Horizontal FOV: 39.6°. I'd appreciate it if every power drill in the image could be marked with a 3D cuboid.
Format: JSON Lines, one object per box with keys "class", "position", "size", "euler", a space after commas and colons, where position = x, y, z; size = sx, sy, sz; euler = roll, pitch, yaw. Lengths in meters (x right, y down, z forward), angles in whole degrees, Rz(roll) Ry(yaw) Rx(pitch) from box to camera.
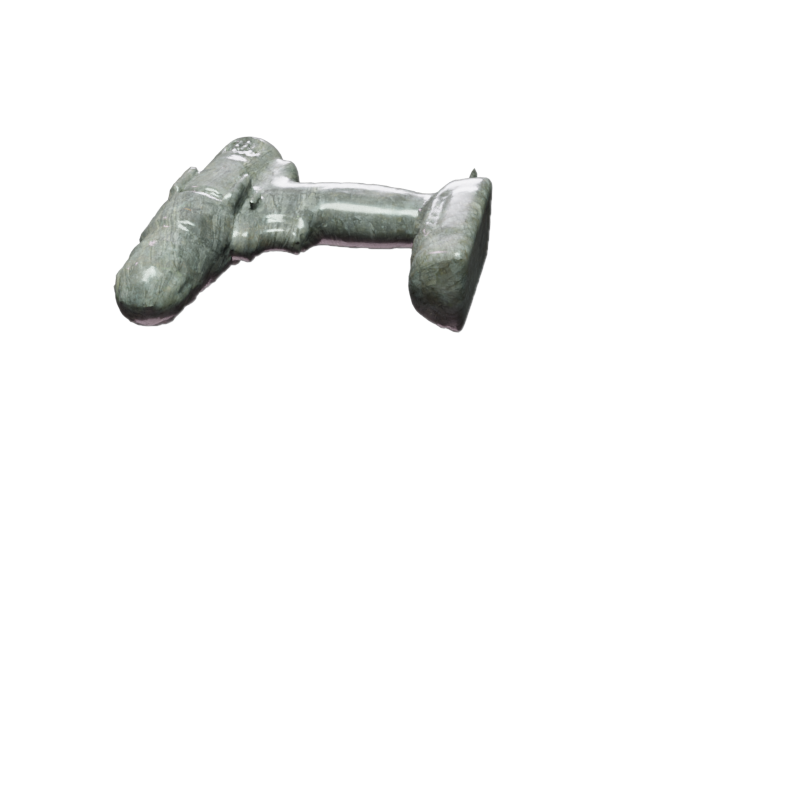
{"class": "power drill", "position": [-0.049, -0.090, 0.630], "size": [0.192, 0.054, 0.193], "euler": [10, 38, 13]}
